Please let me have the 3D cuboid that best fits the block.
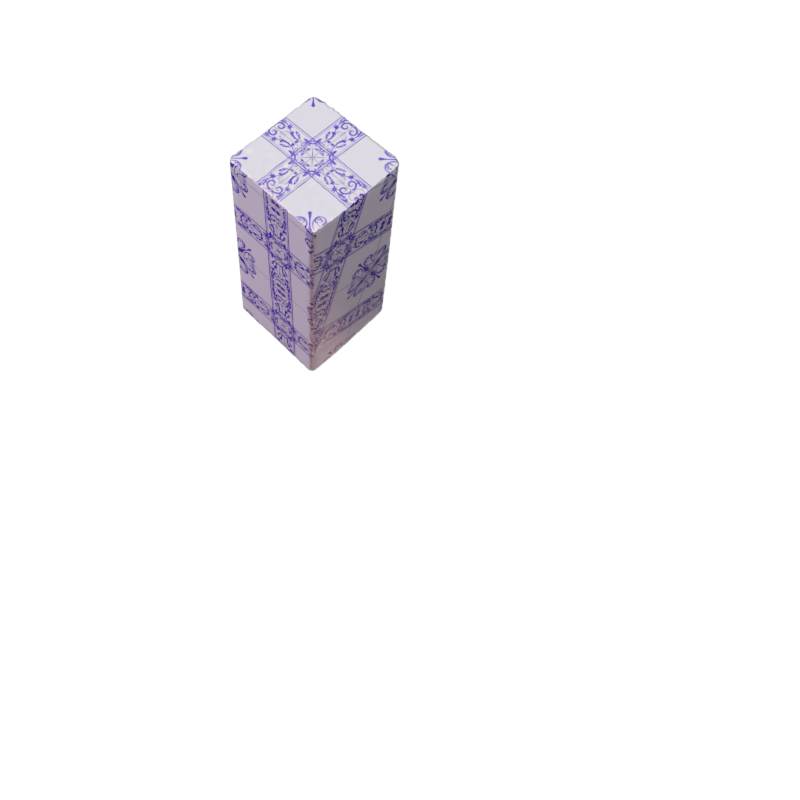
[{"bbox_3d":[-0.067,-0.124,0.870,0.091,0.095,0.194,-41,-19,-22],"label":"block"}]
